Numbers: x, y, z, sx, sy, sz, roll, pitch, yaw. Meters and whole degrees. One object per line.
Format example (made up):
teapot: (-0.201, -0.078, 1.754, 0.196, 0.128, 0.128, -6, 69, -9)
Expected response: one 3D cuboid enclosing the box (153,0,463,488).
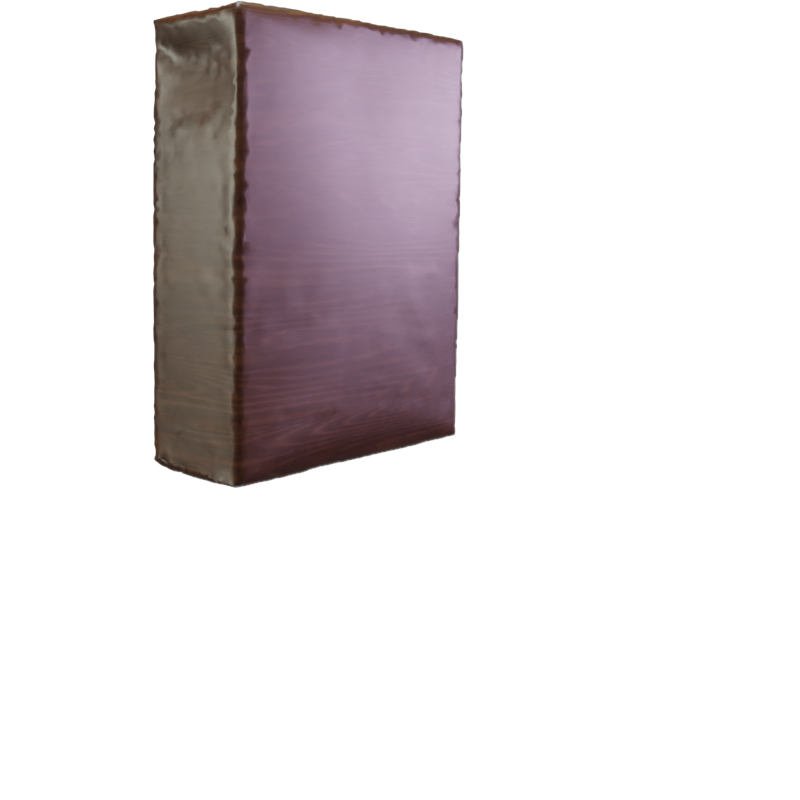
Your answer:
box: (-0.044, -0.079, 0.557, 0.075, 0.212, 0.159, 3, 5, 41)
